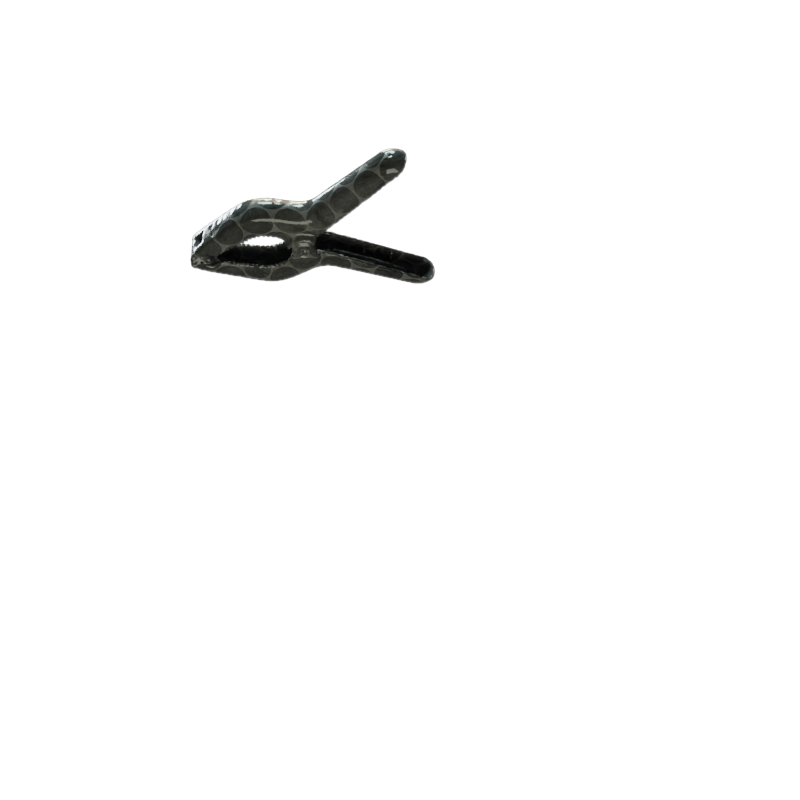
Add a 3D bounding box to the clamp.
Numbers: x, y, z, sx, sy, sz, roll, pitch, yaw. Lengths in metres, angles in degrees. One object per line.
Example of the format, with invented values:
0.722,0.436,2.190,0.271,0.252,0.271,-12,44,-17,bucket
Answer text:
-0.075,-0.136,0.953,0.212,0.039,0.152,-11,-36,15,clamp
